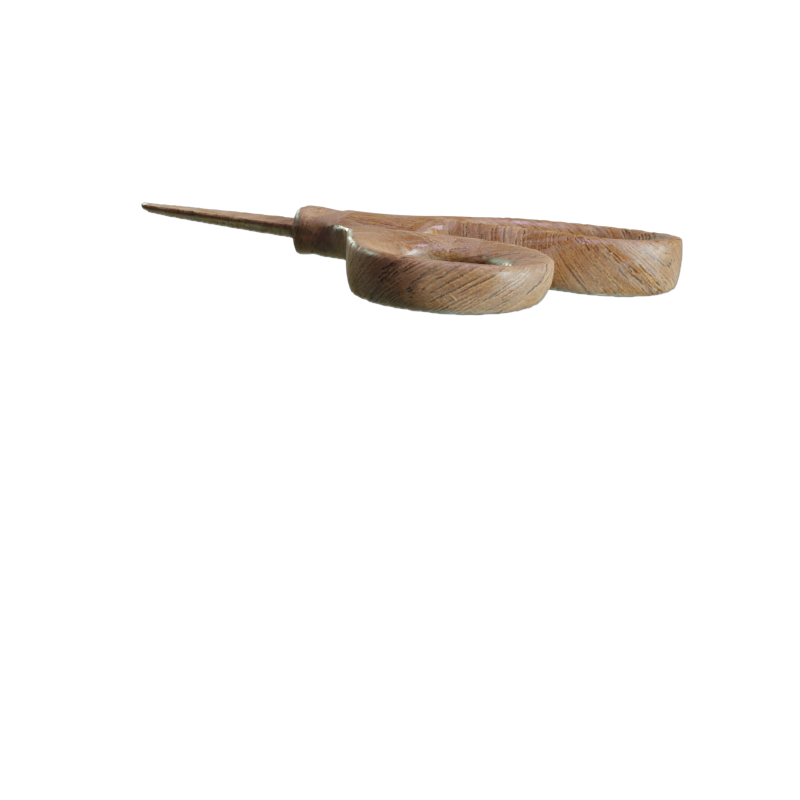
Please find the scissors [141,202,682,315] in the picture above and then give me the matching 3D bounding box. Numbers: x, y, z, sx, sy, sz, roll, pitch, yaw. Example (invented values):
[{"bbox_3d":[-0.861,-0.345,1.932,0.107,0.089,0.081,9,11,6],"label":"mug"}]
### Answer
[{"bbox_3d":[-0.025,-0.046,0.322,0.210,0.015,0.095,9,18,29],"label":"scissors"}]
